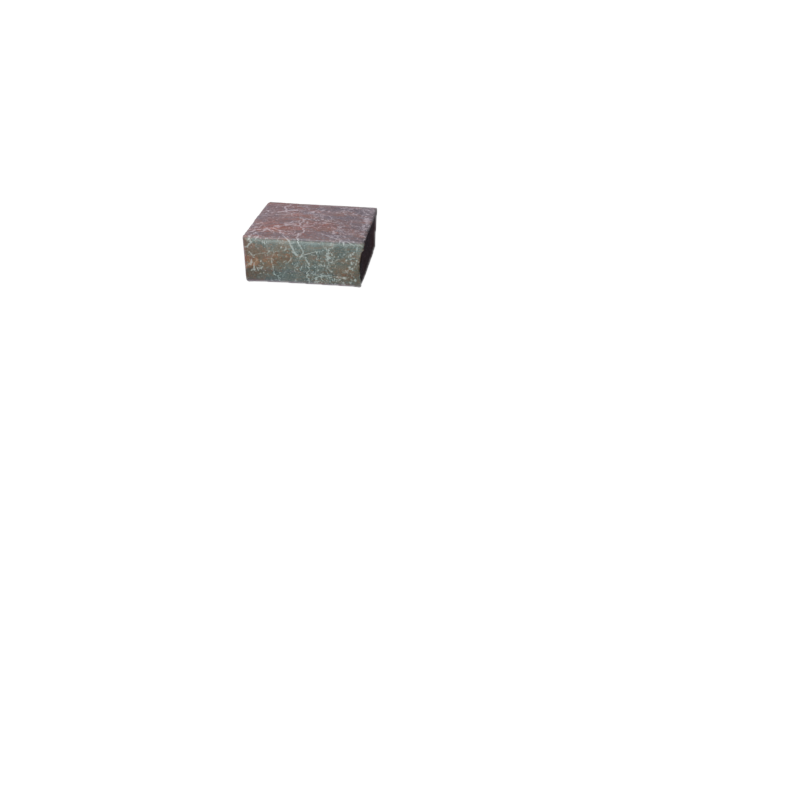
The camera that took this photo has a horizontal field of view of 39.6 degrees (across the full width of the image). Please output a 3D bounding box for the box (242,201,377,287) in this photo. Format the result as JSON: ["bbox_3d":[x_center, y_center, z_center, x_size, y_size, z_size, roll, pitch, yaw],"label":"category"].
[{"bbox_3d":[-0.067,-0.121,0.850,0.091,0.037,0.118,2,24,5],"label":"box"}]
